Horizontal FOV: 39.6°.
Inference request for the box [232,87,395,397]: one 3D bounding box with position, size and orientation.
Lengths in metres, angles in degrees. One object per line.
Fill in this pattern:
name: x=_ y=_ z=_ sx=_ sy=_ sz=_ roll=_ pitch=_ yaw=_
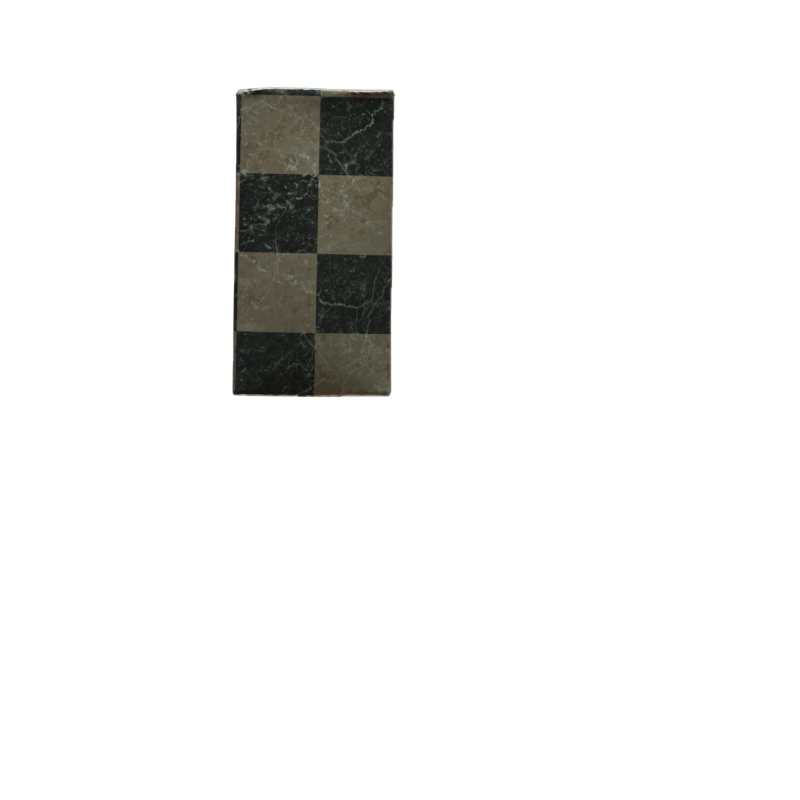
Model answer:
box: x=-0.051 y=-0.092 z=0.646 sx=0.093 sy=0.175 sz=0.048 roll=0 pitch=2 yaw=-3
